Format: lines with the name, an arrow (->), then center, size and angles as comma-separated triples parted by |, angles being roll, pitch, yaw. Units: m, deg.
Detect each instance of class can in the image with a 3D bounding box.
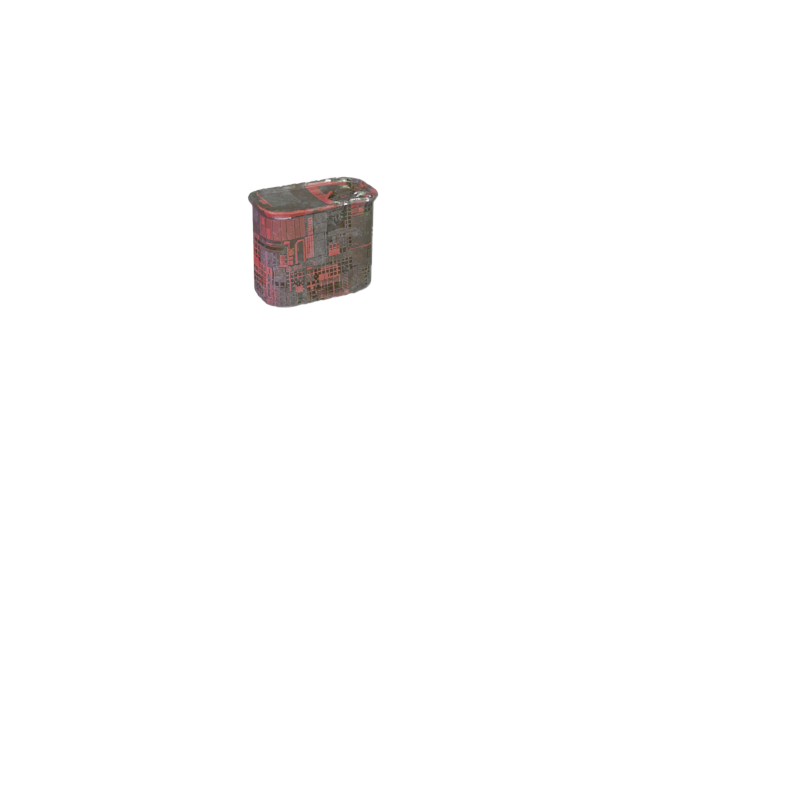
can -> -0.070, -0.128, 0.899 | 0.100, 0.079, 0.062 | -13, 30, -25
